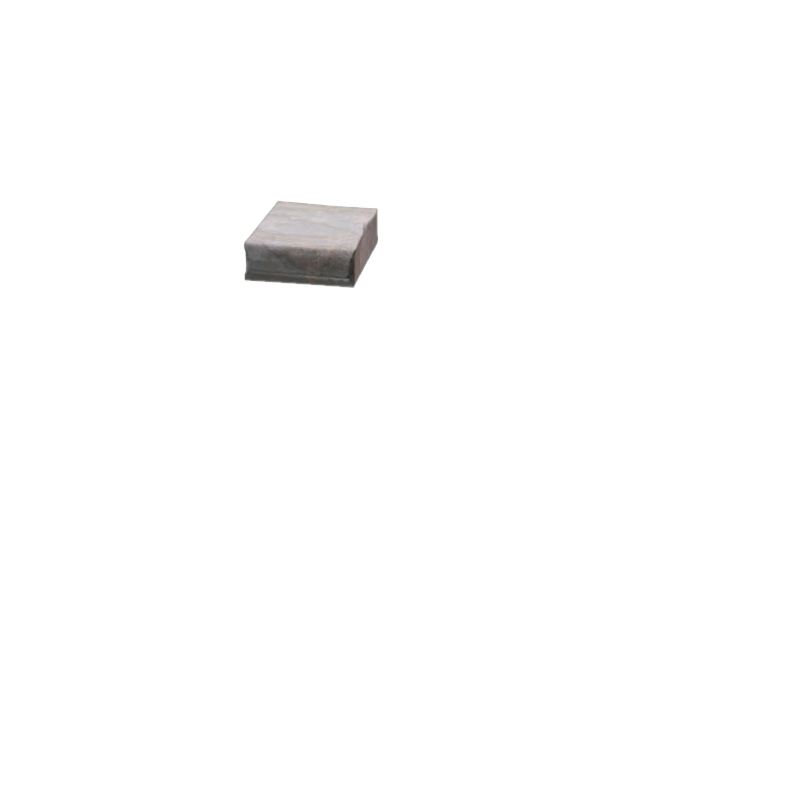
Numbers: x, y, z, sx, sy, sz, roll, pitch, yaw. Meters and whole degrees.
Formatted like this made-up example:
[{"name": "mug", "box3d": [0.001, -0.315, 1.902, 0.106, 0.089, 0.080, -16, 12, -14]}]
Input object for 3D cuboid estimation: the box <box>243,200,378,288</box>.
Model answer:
[{"name": "box", "box3d": [-0.058, -0.106, 0.740, 0.074, 0.029, 0.092, 5, 27, 10]}]
